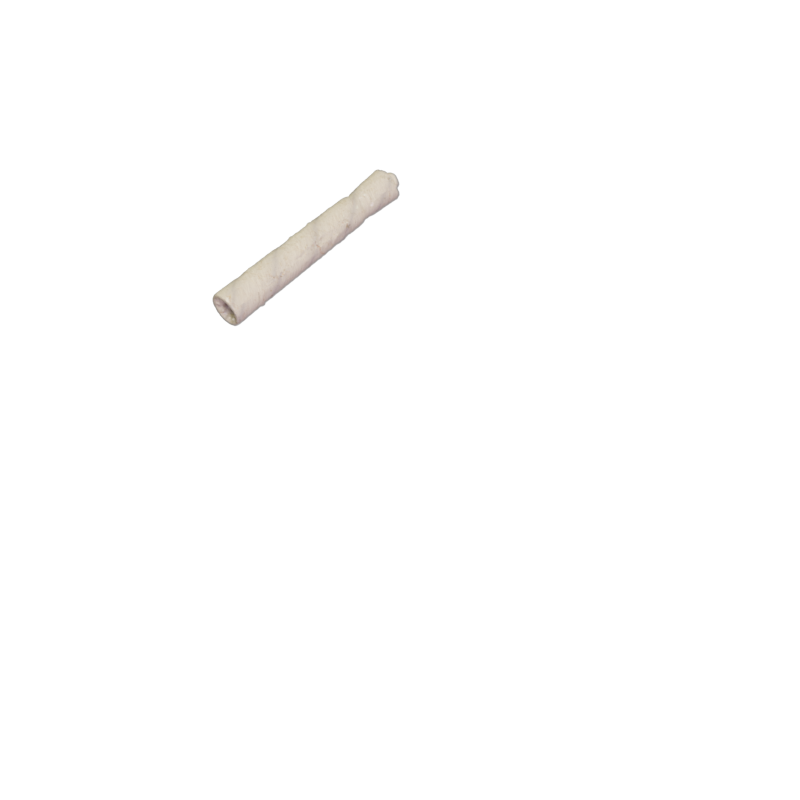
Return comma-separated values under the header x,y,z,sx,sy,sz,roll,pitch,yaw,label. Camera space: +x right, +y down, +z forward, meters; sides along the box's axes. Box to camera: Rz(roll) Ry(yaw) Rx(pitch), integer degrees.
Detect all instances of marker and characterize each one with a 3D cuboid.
x,y,z,sx,sy,sz,roll,pitch,yaw,label
-0.044,-0.080,0.557,0.122,0.019,0.021,-42,26,-27,marker
